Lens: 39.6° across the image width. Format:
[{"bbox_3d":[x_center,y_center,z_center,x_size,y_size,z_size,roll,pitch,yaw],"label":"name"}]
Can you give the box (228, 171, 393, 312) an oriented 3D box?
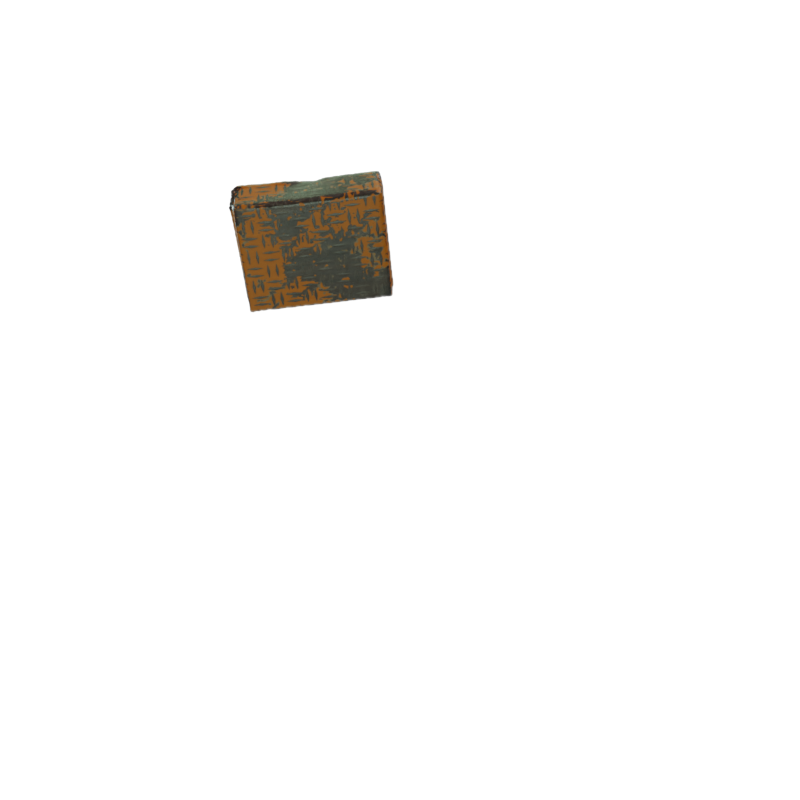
[{"bbox_3d":[-0.052,-0.094,0.658,0.089,0.068,0.032,-5,34,3],"label":"box"}]
